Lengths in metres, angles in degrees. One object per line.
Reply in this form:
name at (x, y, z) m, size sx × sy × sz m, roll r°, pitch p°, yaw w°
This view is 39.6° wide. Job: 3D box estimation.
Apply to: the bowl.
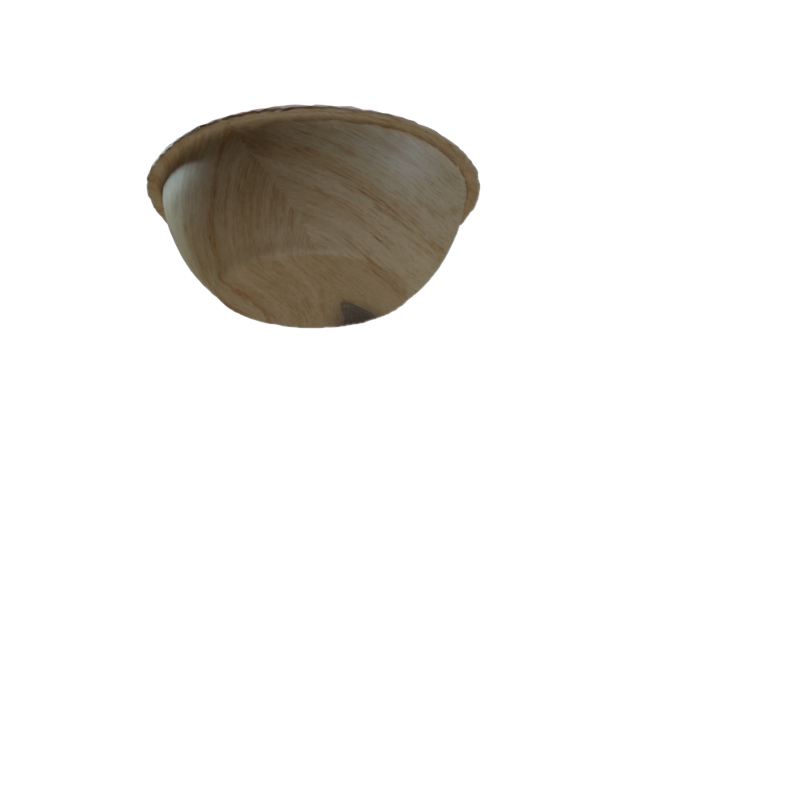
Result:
bowl at (-0.042, -0.076, 0.531) m, size 0.162 × 0.058 × 0.154 m, roll 0°, pitch -19°, yaw -2°
